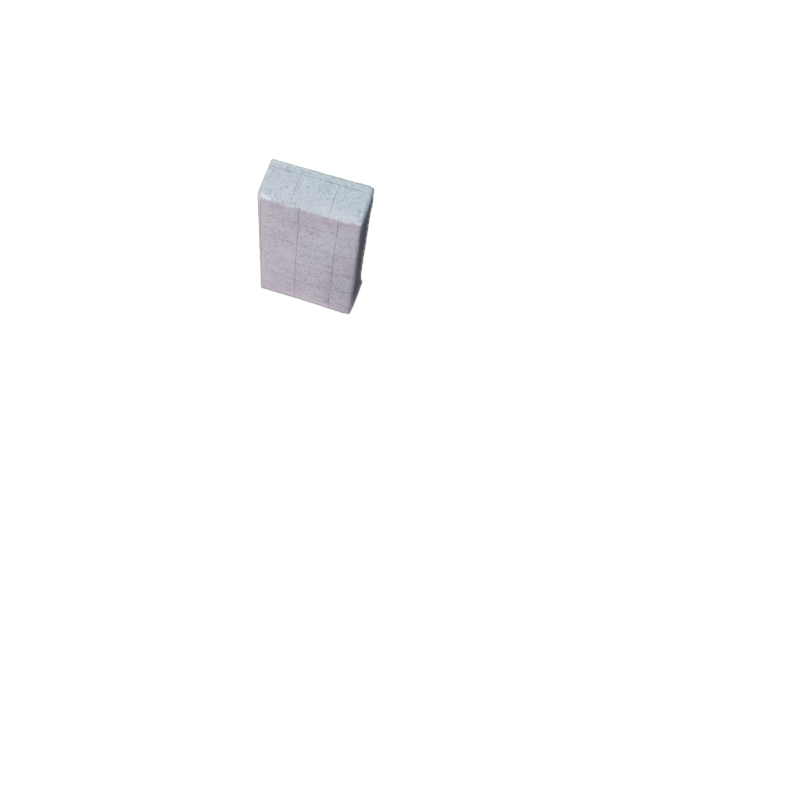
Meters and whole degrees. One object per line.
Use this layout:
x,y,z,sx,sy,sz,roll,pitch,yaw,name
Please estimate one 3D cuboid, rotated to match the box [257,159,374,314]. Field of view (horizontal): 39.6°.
-0.077,-0.141,0.986,0.094,0.050,0.168,18,-20,3,box
